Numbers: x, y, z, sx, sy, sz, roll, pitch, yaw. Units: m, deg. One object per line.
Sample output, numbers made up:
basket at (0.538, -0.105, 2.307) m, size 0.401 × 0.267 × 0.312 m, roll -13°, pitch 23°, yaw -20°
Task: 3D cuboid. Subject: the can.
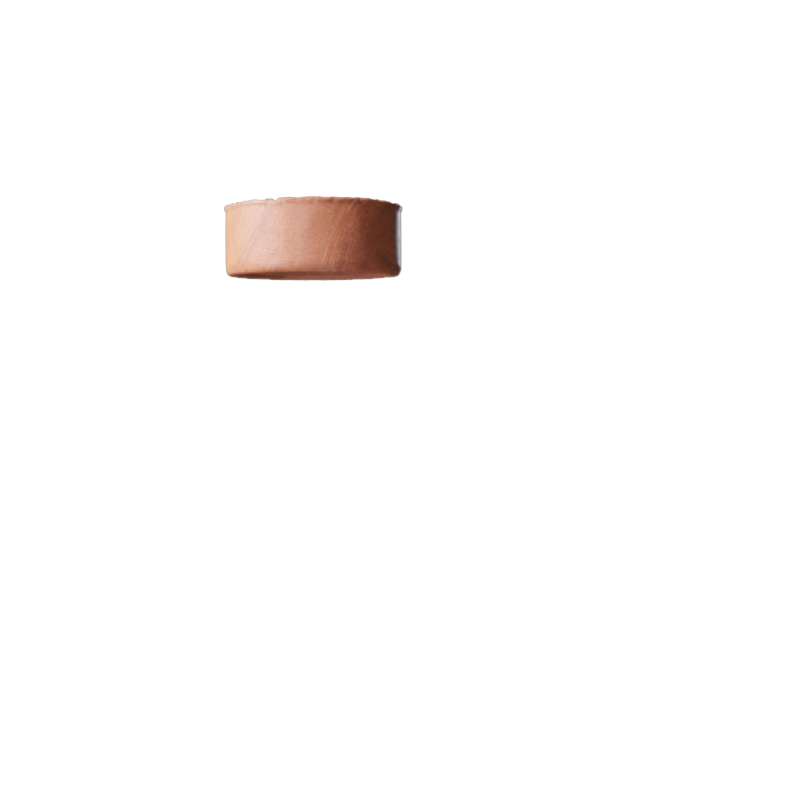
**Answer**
can at (-0.042, -0.076, 0.531) m, size 0.086 × 0.034 × 0.086 m, roll 0°, pitch 2°, yaw -2°
